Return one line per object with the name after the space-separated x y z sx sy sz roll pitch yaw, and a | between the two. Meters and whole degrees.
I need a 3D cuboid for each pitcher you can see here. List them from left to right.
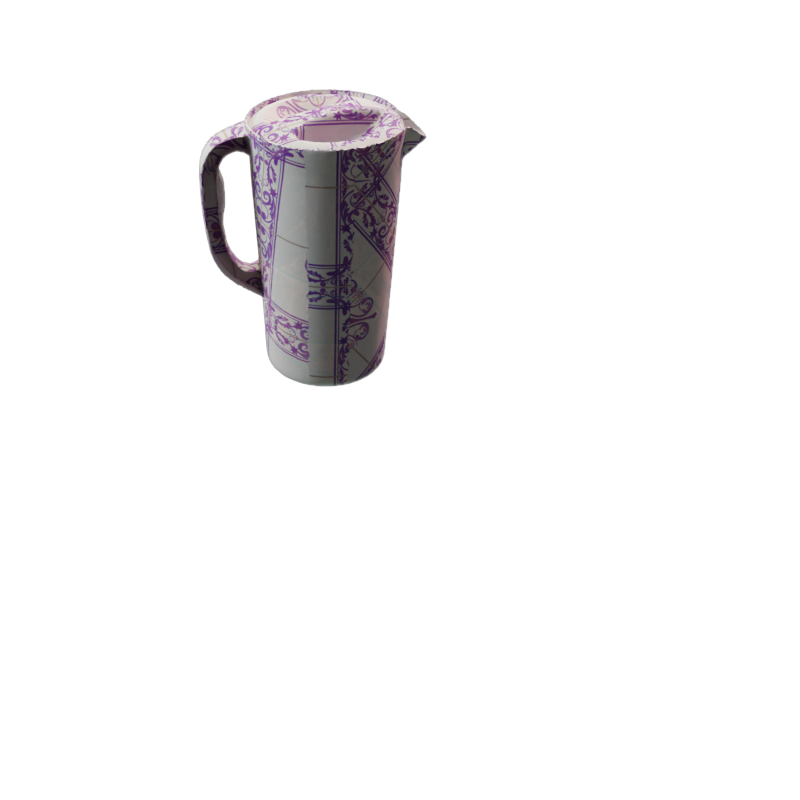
-0.075 -0.137 0.957 0.157 0.229 0.146 21 36 28 | pitcher
